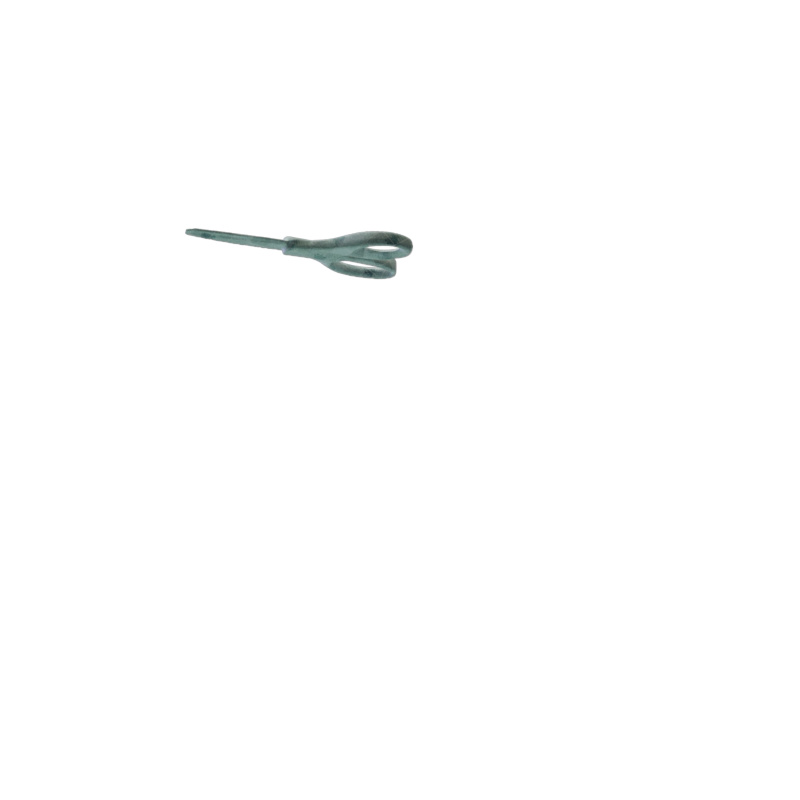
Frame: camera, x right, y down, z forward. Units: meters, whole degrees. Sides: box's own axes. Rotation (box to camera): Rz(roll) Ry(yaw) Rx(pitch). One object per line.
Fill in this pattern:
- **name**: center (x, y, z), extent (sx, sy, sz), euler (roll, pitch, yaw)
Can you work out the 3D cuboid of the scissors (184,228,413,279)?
- **scissors**: center (-0.075, -0.137, 0.958), extent (0.192, 0.016, 0.097), euler (11, -19, -35)
